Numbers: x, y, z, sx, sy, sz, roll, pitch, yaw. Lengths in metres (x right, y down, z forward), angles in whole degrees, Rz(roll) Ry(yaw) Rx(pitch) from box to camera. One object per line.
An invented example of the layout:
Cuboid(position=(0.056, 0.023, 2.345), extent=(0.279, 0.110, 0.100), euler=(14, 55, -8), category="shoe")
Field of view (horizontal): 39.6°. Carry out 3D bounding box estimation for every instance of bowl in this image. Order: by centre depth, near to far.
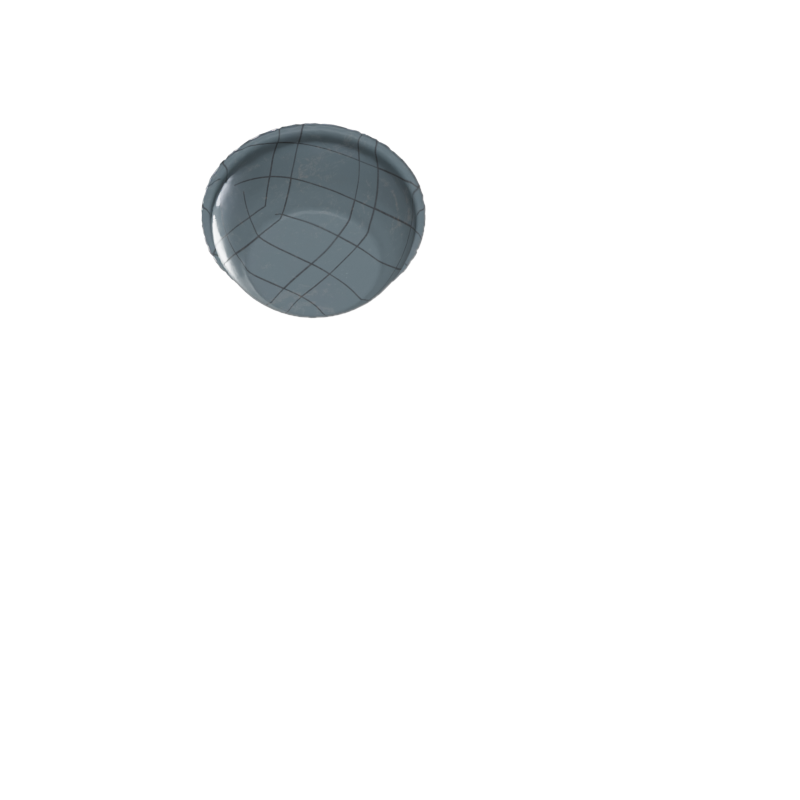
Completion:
Cuboid(position=(-0.061, -0.111, 0.776), extent=(0.162, 0.151, 0.059), euler=(1, 39, -1), category="bowl")
